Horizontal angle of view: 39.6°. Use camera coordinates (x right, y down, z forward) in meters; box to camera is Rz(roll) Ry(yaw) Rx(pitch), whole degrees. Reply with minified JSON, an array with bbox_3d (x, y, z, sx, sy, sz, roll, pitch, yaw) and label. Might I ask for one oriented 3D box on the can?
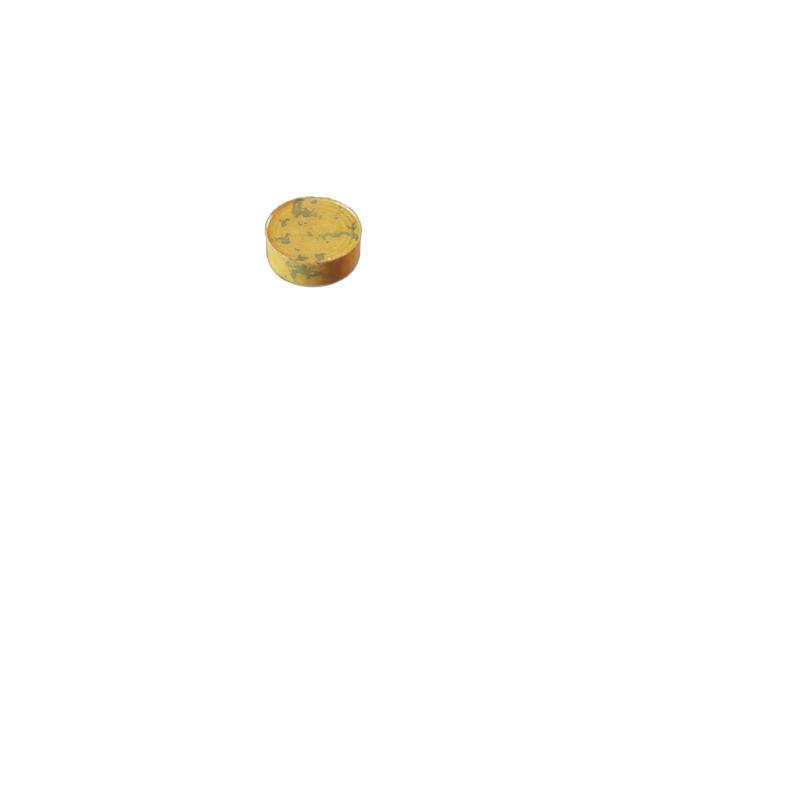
[{"bbox_3d":[-0.077,-0.141,0.984,0.086,0.092,0.031,-1,-42,-1],"label":"can"}]
